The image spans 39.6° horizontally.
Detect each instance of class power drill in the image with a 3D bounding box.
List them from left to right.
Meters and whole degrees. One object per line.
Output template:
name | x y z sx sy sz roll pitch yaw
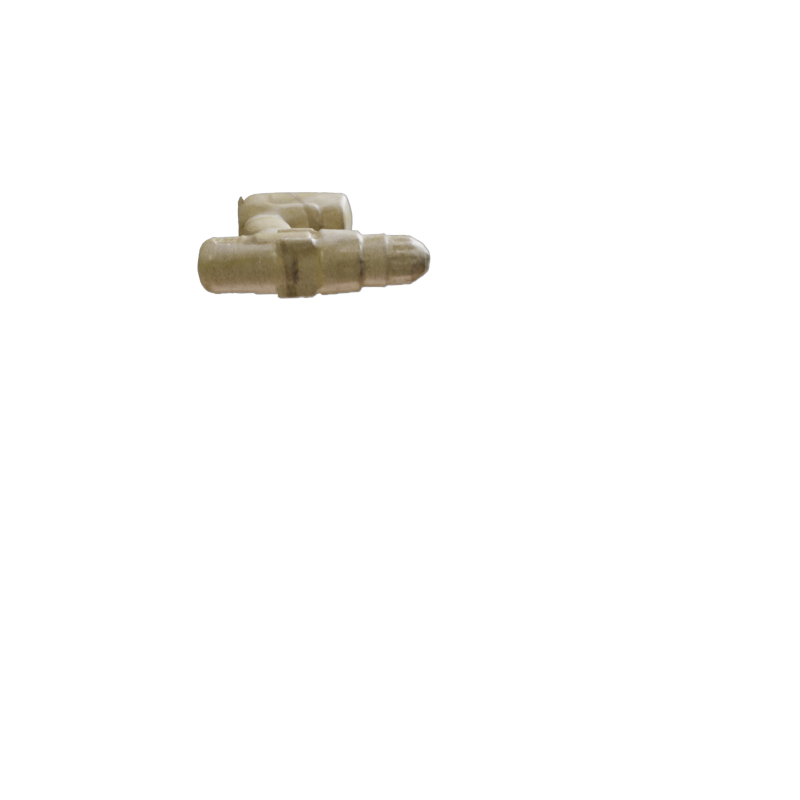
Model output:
power drill | -0.074 -0.135 0.947 0.184 0.055 0.195 -1 19 -3
